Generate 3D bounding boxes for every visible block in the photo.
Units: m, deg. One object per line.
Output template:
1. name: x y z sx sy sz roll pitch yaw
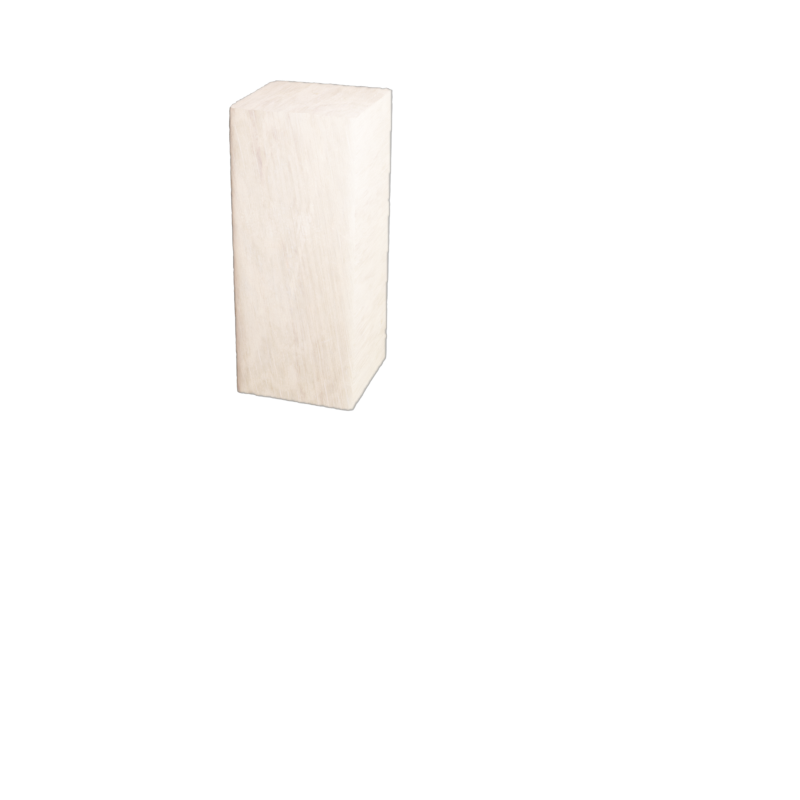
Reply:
1. block: -0.061 -0.111 0.773 0.092 0.196 0.093 8 24 14
